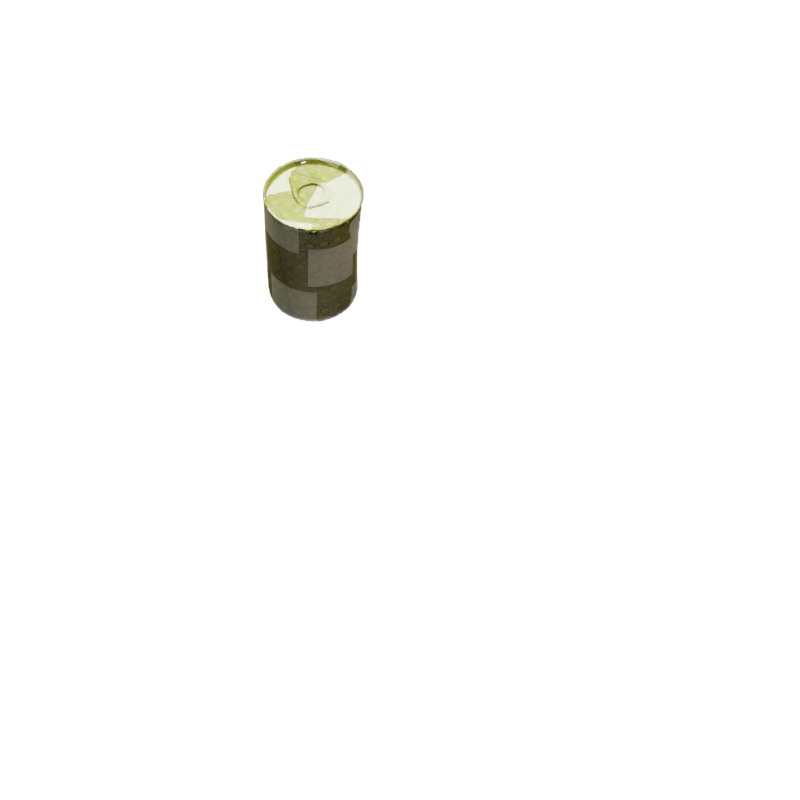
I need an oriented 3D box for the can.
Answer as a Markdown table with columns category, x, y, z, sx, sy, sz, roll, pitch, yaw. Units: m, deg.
| category | x | y | z | sx | sy | sz | roll | pitch | yaw |
| --- | --- | --- | --- | --- | --- | --- | --- | --- | --- |
| can | -0.061 | -0.112 | 0.784 | 0.068 | 0.073 | 0.095 | 0 | -37 | -3 |
